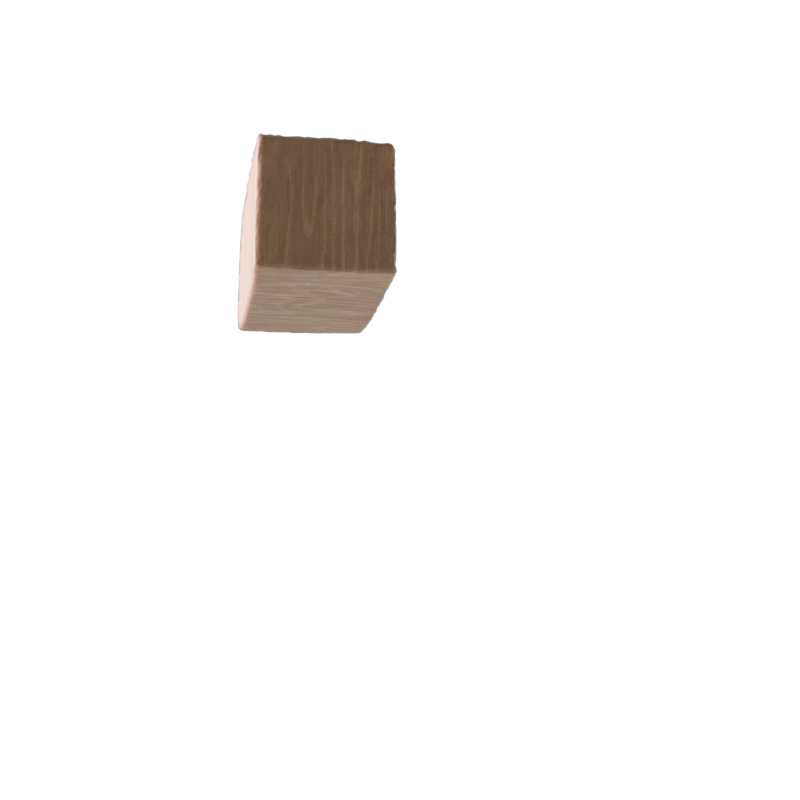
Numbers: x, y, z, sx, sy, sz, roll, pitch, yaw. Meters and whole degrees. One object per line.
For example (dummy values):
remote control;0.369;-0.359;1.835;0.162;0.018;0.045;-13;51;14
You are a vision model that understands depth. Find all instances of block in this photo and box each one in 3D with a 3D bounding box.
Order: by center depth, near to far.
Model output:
block;-0.033;-0.061;0.428;0.052;0.054;0.076;3;-17;-11
